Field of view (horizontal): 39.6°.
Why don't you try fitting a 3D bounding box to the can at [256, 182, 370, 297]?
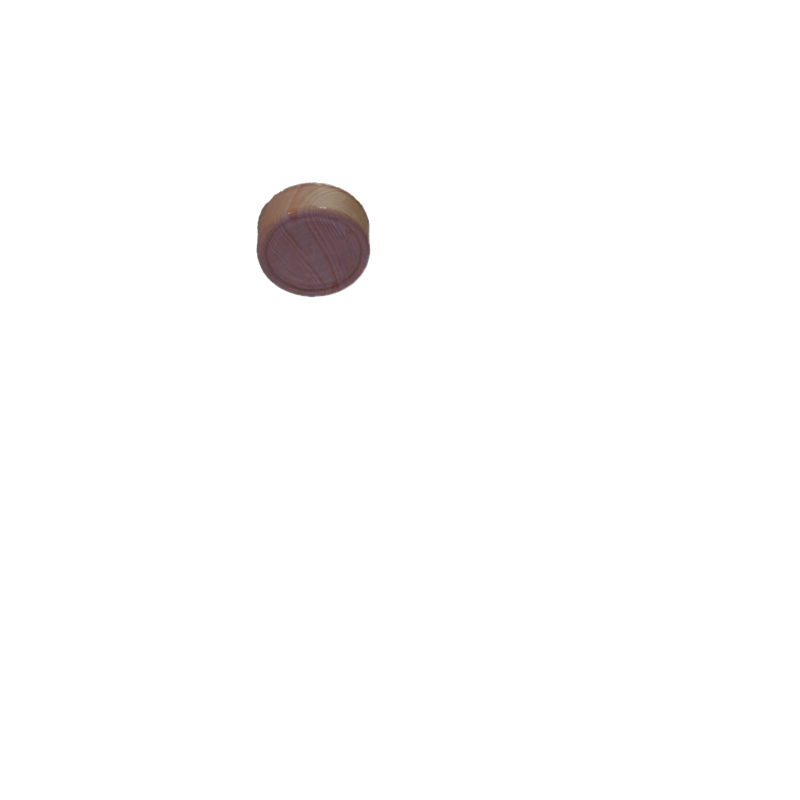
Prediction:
[{"bbox_3d":[-0.065,-0.119,0.832,0.086,0.080,0.036,1,41,-1],"label":"can"}]
